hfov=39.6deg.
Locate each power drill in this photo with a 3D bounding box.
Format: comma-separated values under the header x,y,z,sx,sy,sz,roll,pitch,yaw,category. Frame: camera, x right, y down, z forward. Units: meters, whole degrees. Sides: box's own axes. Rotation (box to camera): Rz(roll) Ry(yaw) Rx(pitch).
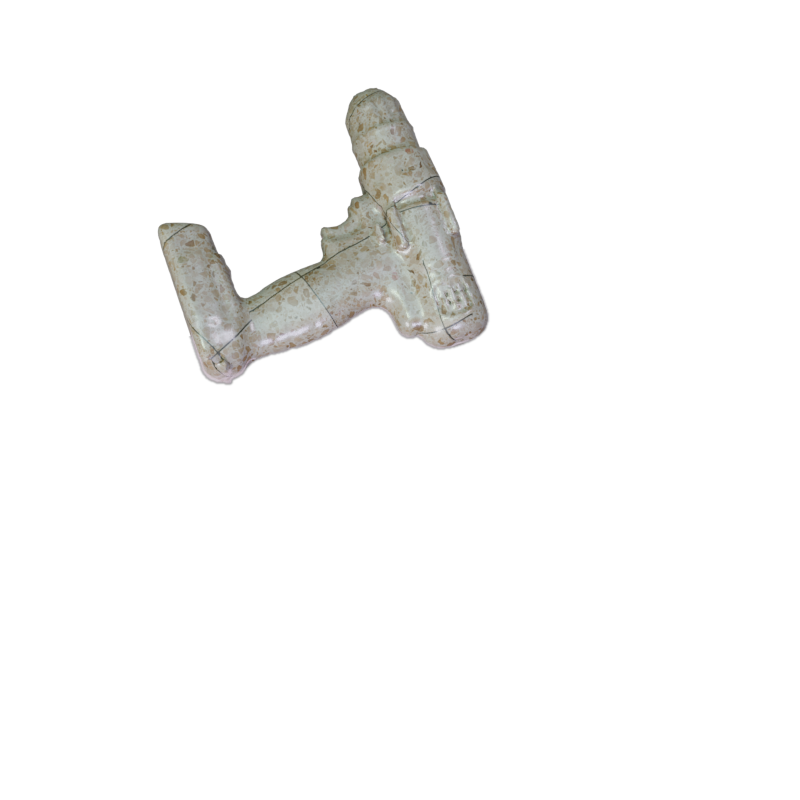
x,y,z,sx,sy,sz,roll,pitch,yaw,category
-0.056,-0.102,0.712,0.187,0.194,0.055,-18,-20,-7,power drill
